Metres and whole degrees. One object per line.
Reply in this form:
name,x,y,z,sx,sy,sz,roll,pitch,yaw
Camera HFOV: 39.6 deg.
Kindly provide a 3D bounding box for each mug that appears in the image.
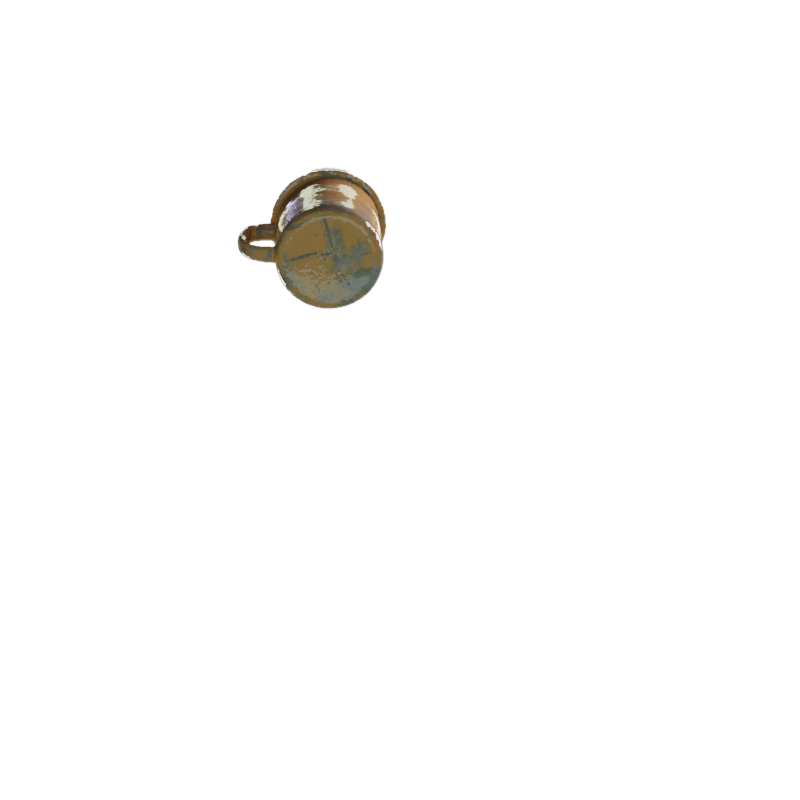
mug,-0.067,-0.122,0.858,0.117,0.089,0.086,1,24,-2
